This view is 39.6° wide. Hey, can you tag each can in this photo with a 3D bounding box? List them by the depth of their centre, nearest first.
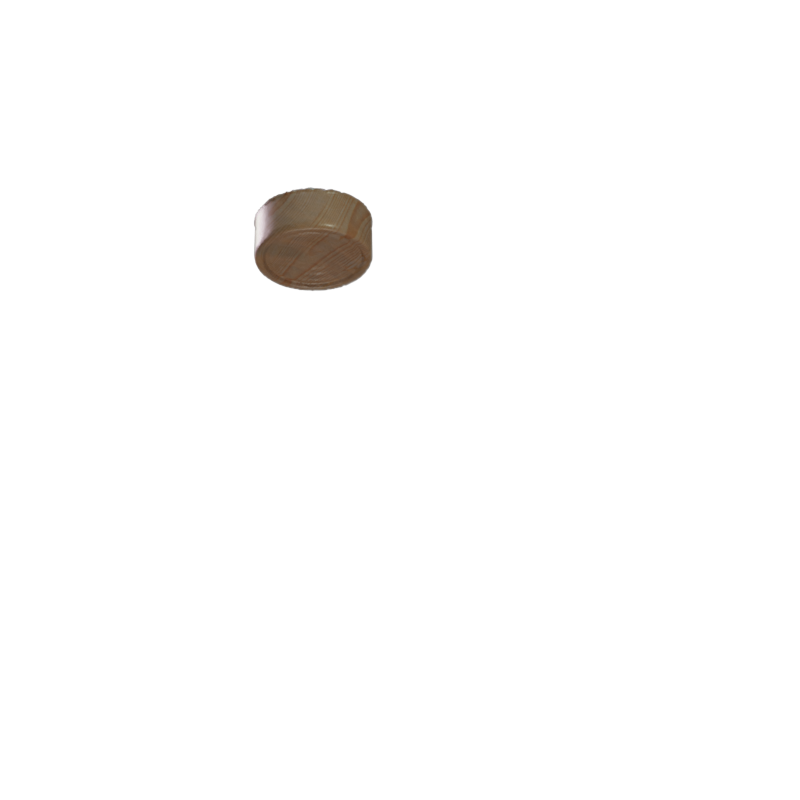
[{"bbox_3d":[-0.062,-0.113,0.793,0.086,0.036,0.081,1,-29,-2],"label":"can"}]
